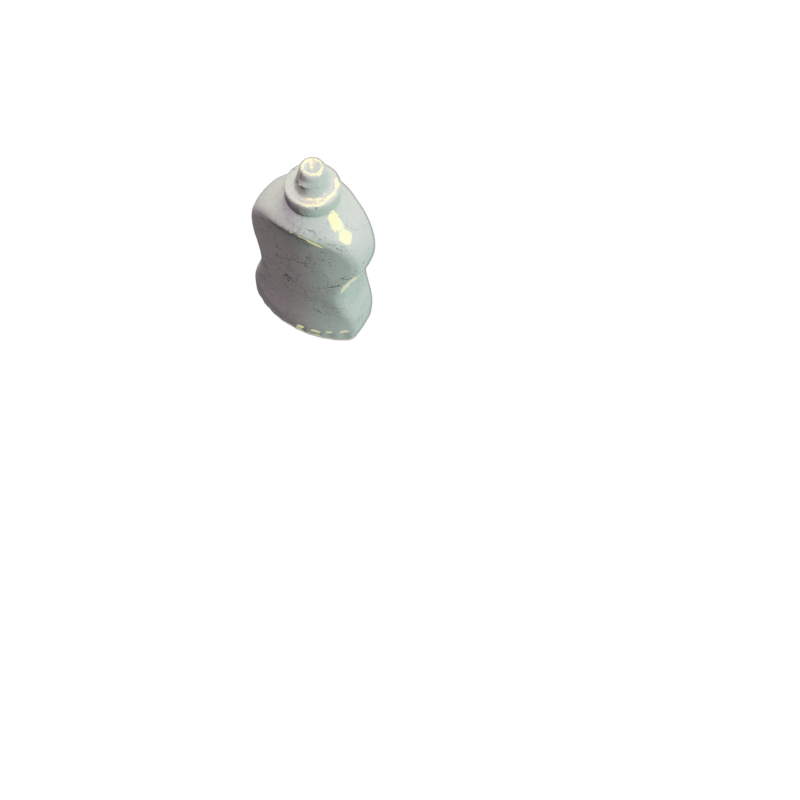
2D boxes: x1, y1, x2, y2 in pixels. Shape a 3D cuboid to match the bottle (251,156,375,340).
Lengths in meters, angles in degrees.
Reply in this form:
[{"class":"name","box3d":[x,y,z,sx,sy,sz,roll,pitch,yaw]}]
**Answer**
[{"class":"bottle","box3d":[-0.066,-0.120,0.840,0.099,0.060,0.180,30,-26,12]}]
